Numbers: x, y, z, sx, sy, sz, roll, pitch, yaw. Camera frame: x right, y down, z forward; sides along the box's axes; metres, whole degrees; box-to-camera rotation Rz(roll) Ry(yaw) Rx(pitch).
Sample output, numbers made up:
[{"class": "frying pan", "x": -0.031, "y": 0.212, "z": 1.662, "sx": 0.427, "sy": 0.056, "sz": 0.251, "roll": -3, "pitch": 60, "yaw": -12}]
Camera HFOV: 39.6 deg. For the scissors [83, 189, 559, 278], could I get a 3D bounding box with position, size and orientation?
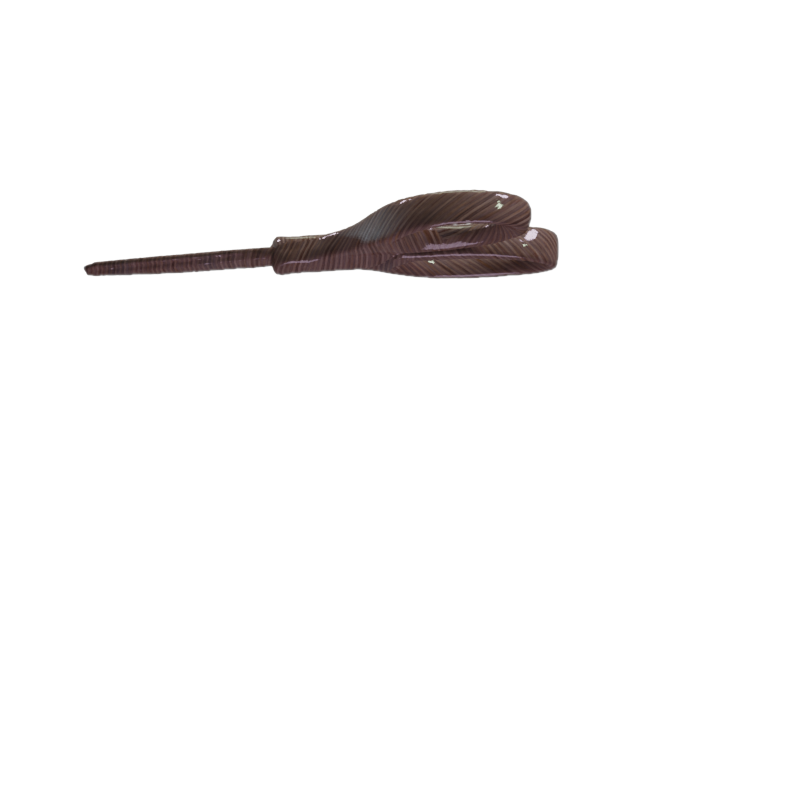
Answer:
[{"class": "scissors", "x": -0.035, "y": -0.063, "z": 0.444, "sx": 0.201, "sy": 0.016, "sz": 0.093, "roll": 0, "pitch": -9, "yaw": -1}]
